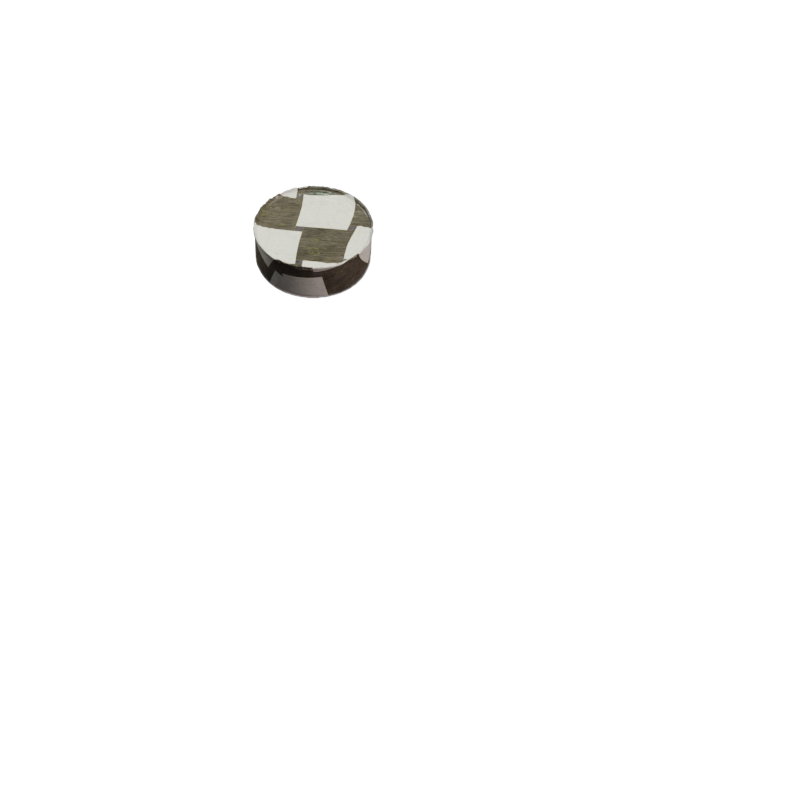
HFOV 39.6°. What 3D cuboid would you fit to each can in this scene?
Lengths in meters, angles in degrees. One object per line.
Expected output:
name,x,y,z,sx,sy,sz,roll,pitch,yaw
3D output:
can,-0.063,-0.114,0.802,0.086,0.092,0.031,-1,-42,-1
